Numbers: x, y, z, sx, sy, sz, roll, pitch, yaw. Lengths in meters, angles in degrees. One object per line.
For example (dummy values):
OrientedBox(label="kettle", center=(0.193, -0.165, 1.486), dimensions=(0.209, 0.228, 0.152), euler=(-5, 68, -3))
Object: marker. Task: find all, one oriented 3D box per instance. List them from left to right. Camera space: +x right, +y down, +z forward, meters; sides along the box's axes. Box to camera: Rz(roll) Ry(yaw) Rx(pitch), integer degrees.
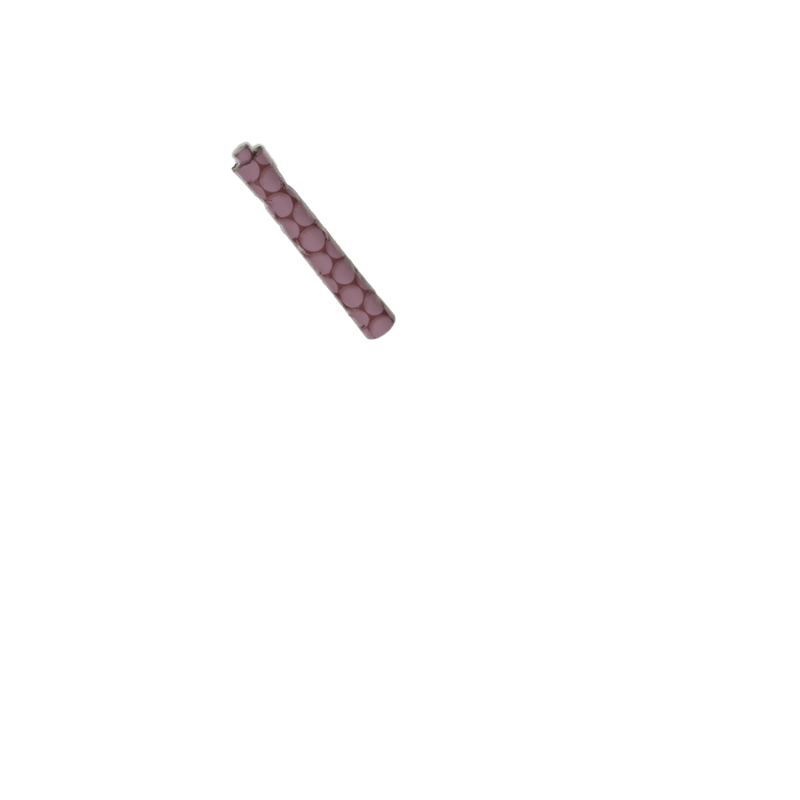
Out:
OrientedBox(label="marker", center=(-0.043, -0.079, 0.550), dimensions=(0.020, 0.114, 0.021), euler=(-33, 23, 16))
